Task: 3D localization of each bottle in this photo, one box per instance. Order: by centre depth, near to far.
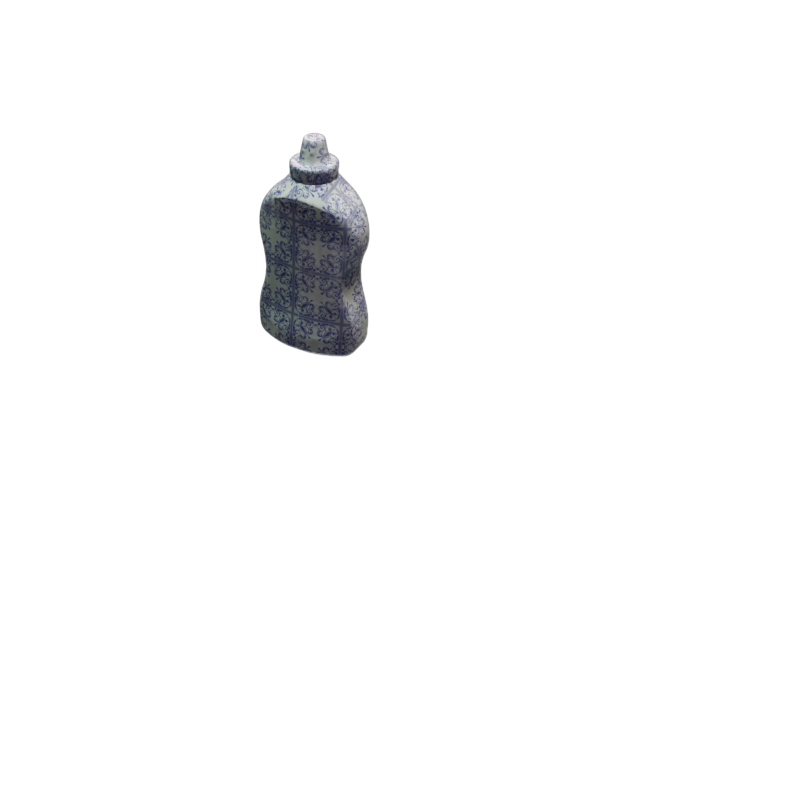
[{"bbox_3d":[-0.073,-0.134,0.936,0.101,0.180,0.059,19,35,26],"label":"bottle"}]
